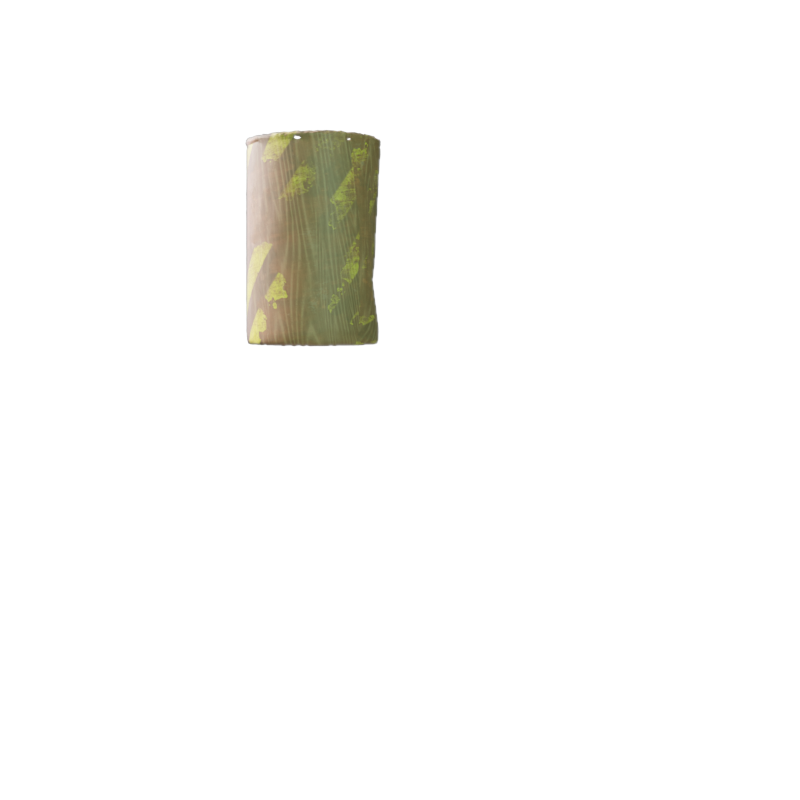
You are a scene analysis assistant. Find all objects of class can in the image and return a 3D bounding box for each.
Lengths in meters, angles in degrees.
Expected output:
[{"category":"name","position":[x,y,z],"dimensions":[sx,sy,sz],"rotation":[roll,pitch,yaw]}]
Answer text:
[{"category":"can","position":[-0.043,-0.079,0.555],"dimensions":[0.068,0.103,0.068],"rotation":[0,-1,-2]}]
